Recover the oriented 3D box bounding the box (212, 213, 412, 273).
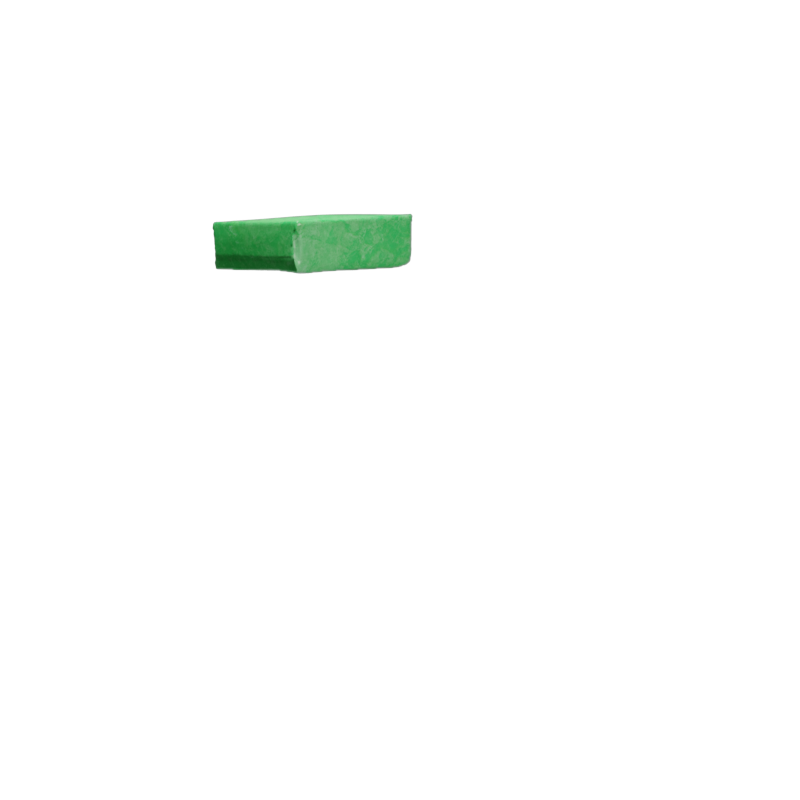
[{"bbox_3d":[-0.061,-0.111,0.776,0.110,0.038,0.094,-9,13,-44],"label":"box"}]
